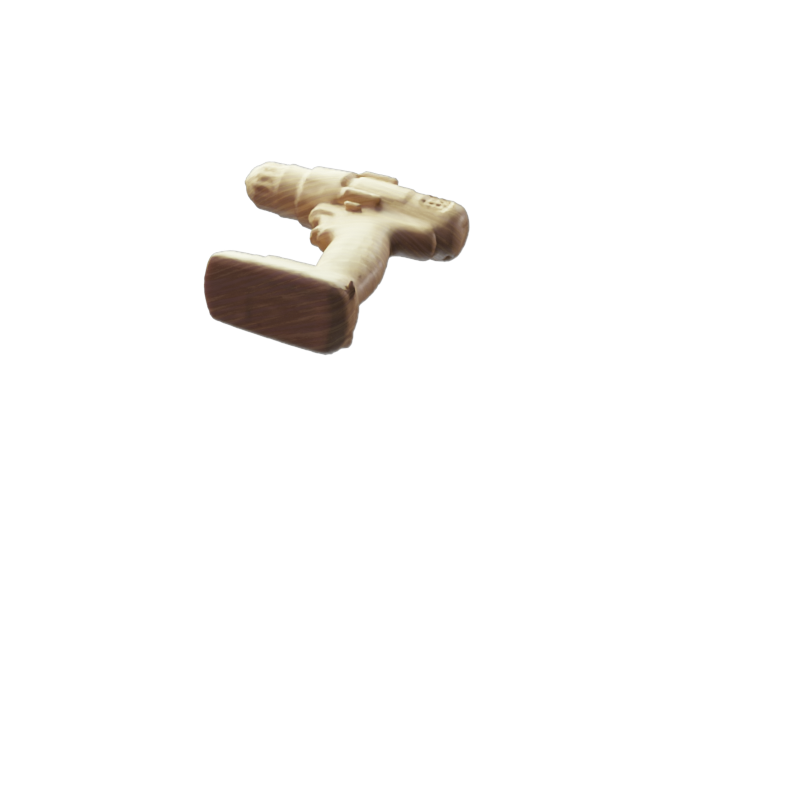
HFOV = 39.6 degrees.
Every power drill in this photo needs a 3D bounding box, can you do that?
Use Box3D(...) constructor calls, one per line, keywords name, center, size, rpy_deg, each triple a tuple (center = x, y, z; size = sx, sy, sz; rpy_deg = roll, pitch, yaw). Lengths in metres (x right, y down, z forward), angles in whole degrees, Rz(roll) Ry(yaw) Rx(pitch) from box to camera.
Box3D(name="power drill", center=(-0.063, -0.114, 0.801), size=(0.192, 0.054, 0.193), rpy_deg=(15, 37, 20))
